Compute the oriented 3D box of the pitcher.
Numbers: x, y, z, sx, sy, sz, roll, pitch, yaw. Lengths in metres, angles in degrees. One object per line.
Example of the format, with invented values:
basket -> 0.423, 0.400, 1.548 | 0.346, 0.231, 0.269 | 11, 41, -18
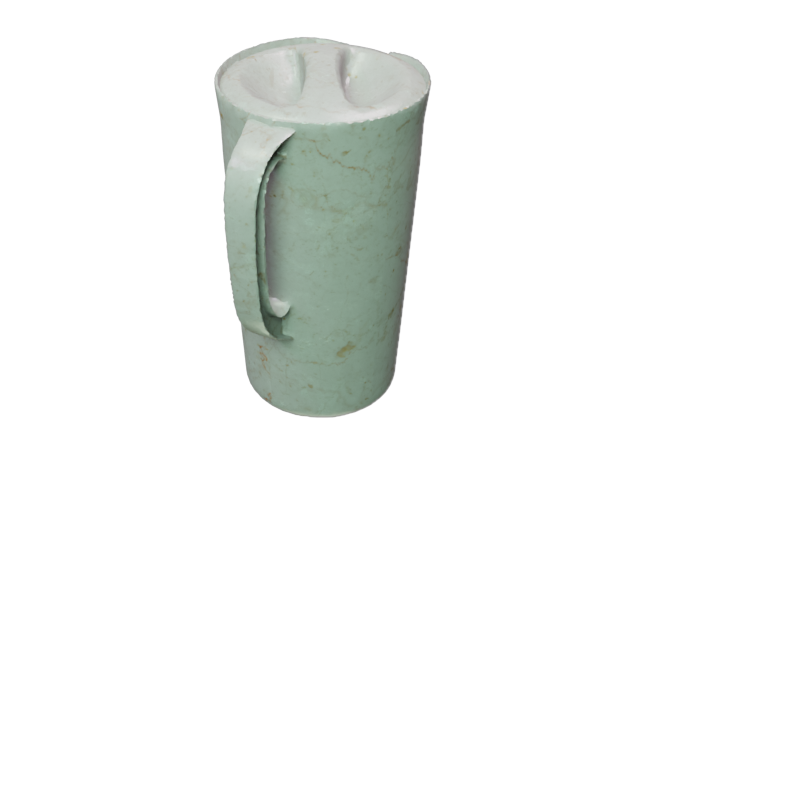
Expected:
pitcher -> -0.058, -0.105, 0.735 | 0.147, 0.228, 0.157 | -11, 37, -18
